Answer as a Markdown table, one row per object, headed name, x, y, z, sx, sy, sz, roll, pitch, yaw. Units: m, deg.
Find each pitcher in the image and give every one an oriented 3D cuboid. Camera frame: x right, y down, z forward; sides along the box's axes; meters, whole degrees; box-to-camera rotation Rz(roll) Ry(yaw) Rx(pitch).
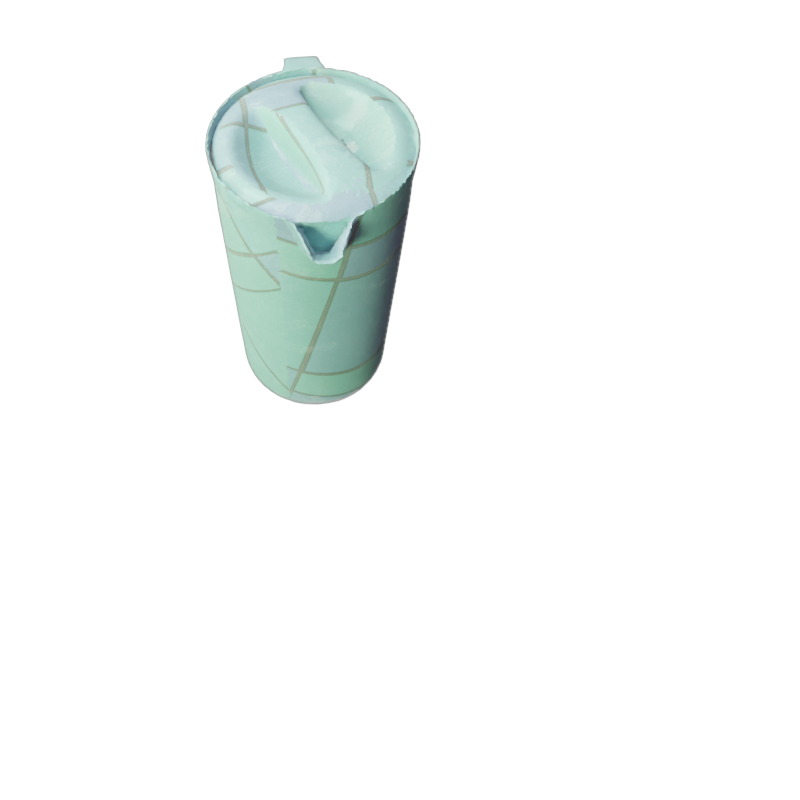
| name | x | y | z | sx | sy | sz | roll | pitch | yaw |
| --- | --- | --- | --- | --- | --- | --- | --- | --- | --- |
| pitcher | -0.061 | -0.111 | 0.780 | 0.152 | 0.152 | 0.227 | 33 | -30 | 18 |
